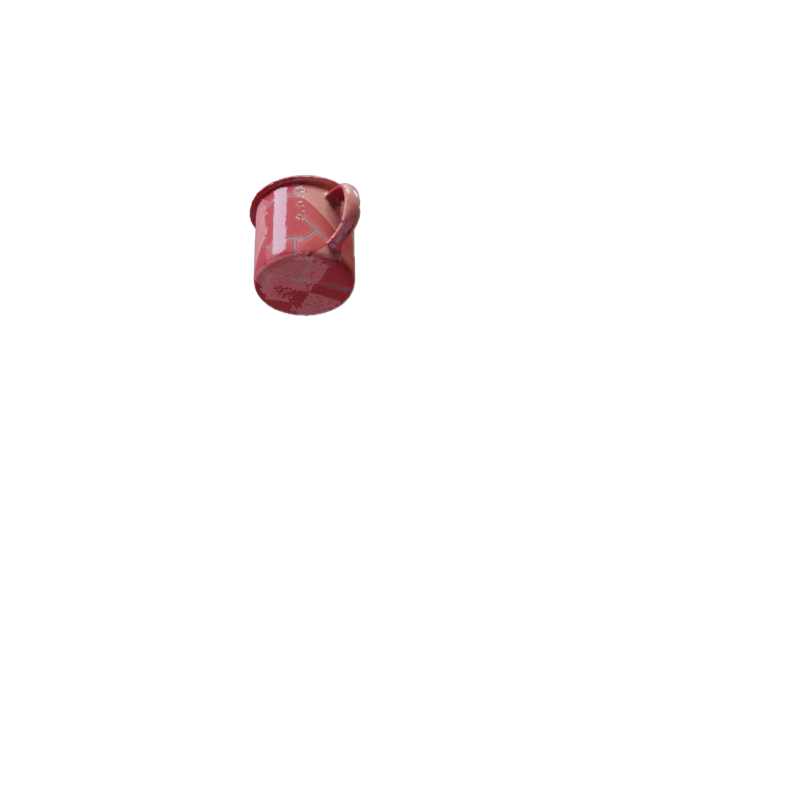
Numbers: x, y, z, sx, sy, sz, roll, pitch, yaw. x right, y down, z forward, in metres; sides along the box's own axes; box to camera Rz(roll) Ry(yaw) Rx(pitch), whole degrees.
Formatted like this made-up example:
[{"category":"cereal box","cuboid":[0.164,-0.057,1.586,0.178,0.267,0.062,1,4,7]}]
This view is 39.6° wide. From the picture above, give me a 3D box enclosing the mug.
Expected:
[{"category":"mug","cuboid":[-0.070,-0.128,0.897,0.088,0.087,0.115,25,-44,-31]}]
